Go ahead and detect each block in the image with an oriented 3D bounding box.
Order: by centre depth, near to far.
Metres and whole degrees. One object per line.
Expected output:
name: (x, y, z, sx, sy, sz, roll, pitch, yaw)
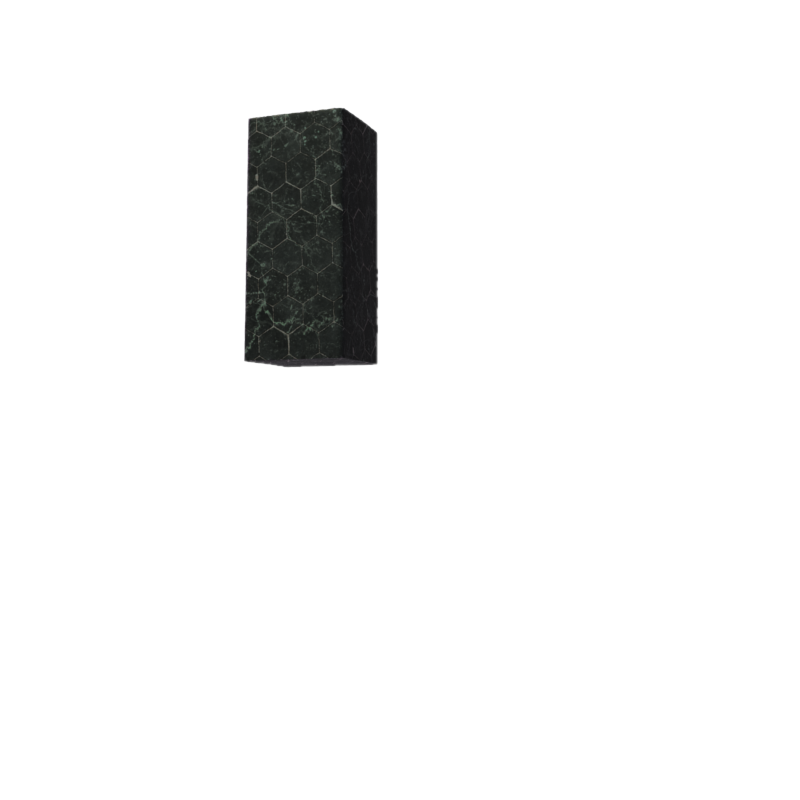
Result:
block: (-0.074, -0.135, 0.946, 0.093, 0.211, 0.086, -4, -9, 20)
